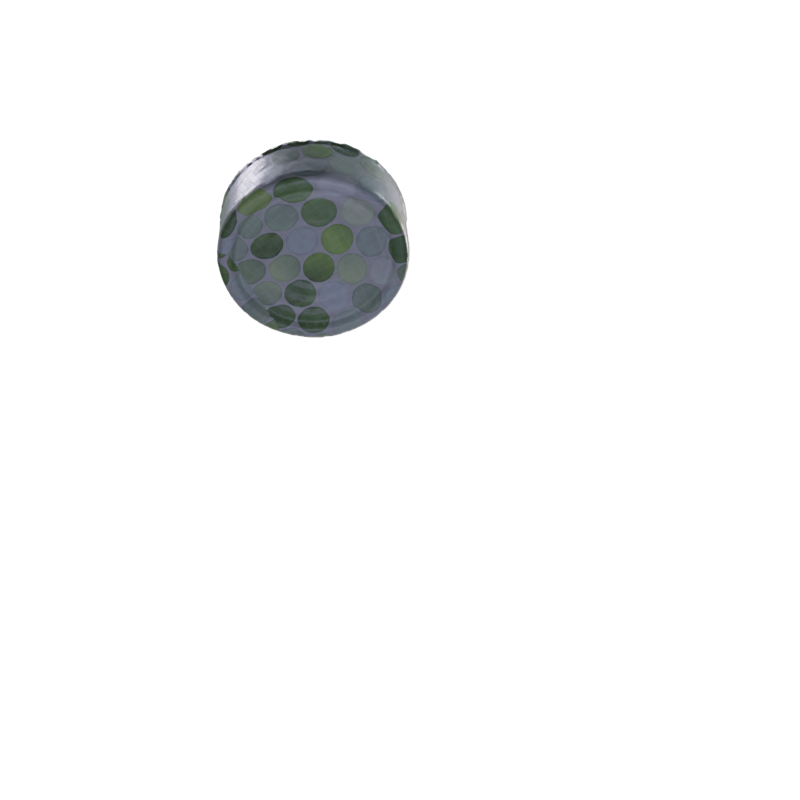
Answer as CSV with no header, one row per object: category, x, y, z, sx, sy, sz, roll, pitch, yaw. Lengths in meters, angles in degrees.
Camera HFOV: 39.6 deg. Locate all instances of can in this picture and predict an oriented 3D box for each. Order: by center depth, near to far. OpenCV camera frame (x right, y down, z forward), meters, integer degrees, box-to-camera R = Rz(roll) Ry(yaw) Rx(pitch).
can,-0.039,-0.071,0.495,0.086,0.080,0.036,1,34,-1
